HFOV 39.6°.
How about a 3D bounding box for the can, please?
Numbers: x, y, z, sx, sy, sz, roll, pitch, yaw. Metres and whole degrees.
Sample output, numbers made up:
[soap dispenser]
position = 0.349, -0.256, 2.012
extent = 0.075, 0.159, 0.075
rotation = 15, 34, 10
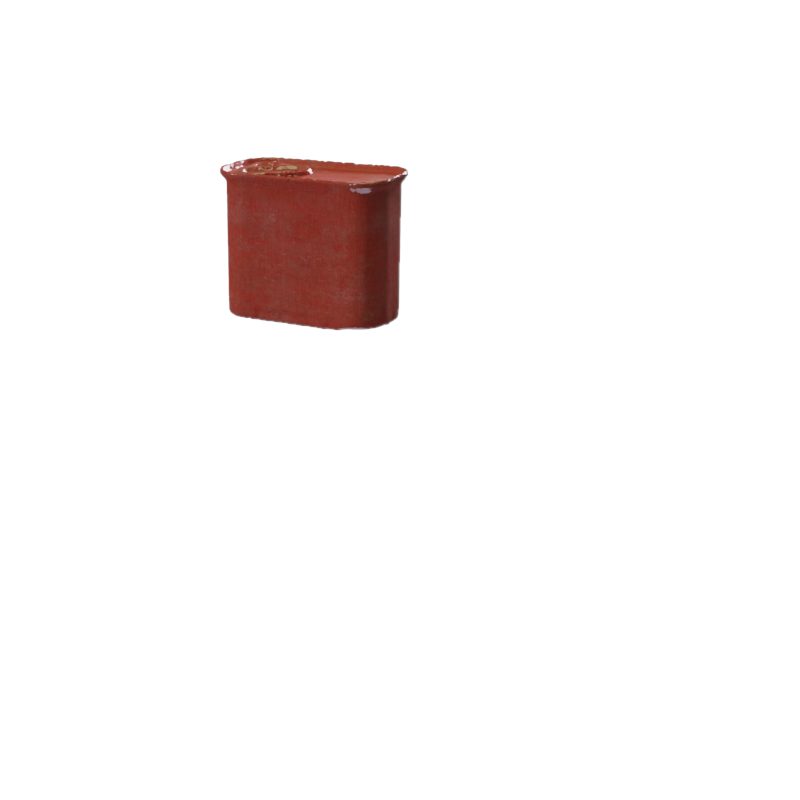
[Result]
[can]
position = -0.049, -0.089, 0.622
extent = 0.105, 0.081, 0.058
rotation = 9, 18, 23
